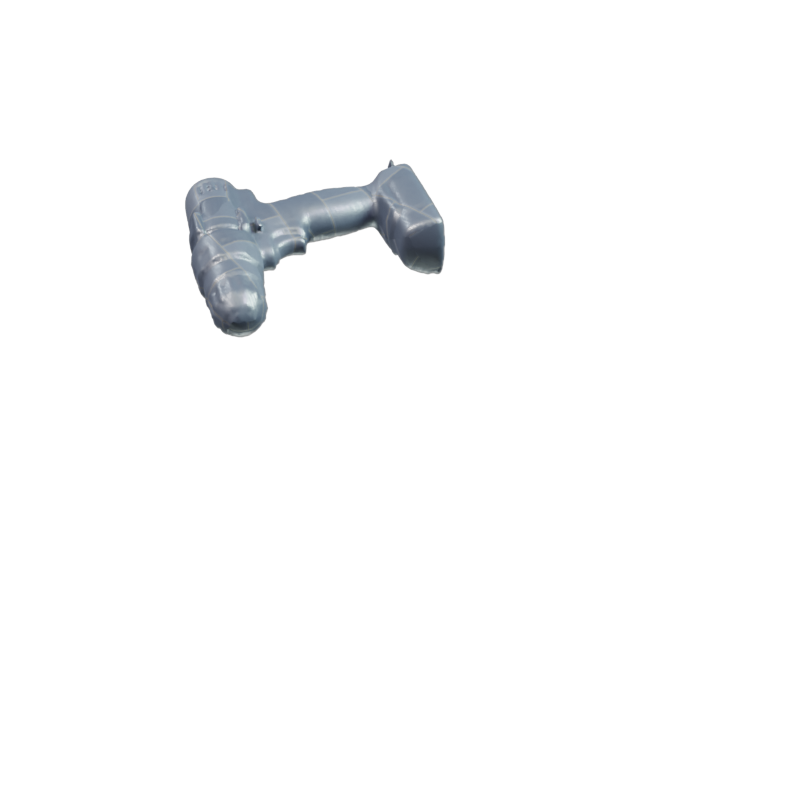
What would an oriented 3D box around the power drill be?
[{"bbox_3d":[-0.066,-0.120,0.838,0.185,0.054,0.199,-8,39,-11],"label":"power drill"}]
